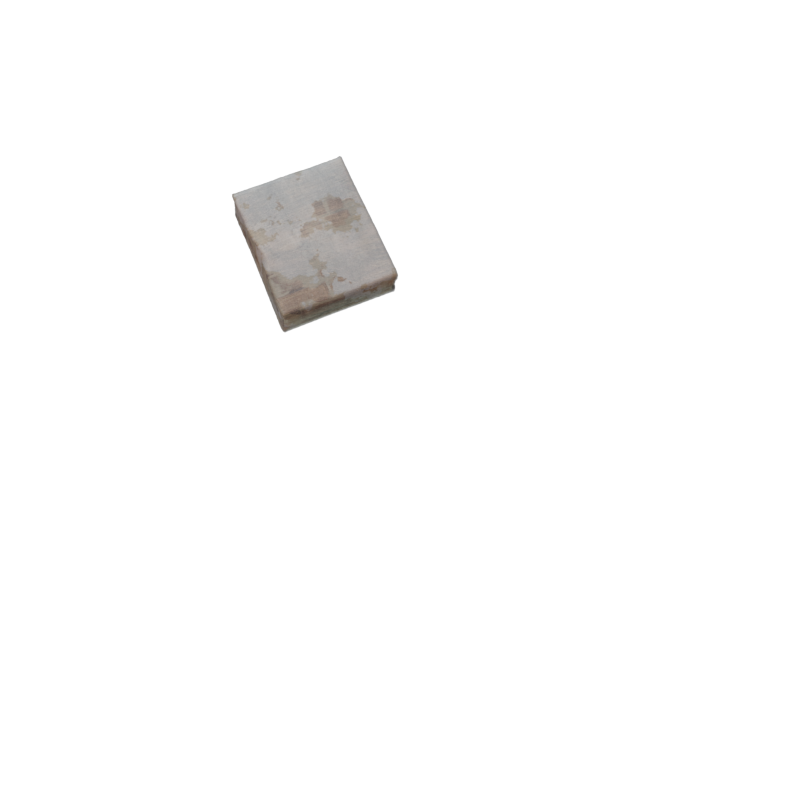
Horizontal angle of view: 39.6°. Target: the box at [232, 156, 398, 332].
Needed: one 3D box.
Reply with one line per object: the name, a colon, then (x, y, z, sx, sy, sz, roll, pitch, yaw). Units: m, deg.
box: (-0.052, -0.095, 0.667, 0.073, 0.095, 0.029, -20, -22, -9)
